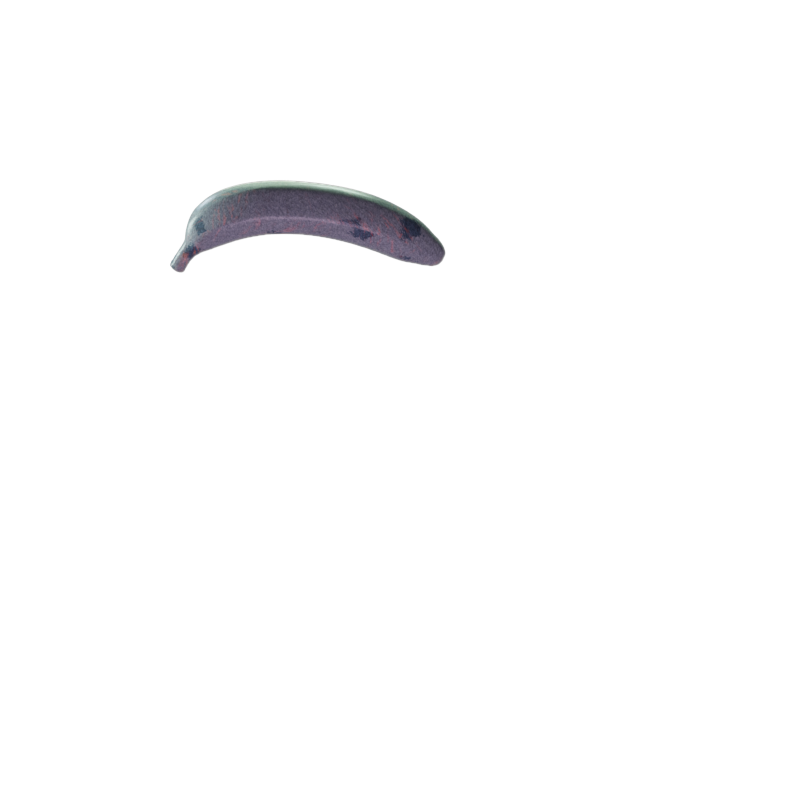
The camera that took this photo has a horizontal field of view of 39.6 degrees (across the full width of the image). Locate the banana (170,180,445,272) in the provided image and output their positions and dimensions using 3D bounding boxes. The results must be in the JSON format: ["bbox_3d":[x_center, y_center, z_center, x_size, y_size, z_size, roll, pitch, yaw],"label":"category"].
[{"bbox_3d":[-0.065,-0.125,0.784,0.198,0.039,0.065,0,-39,0],"label":"banana"}]
